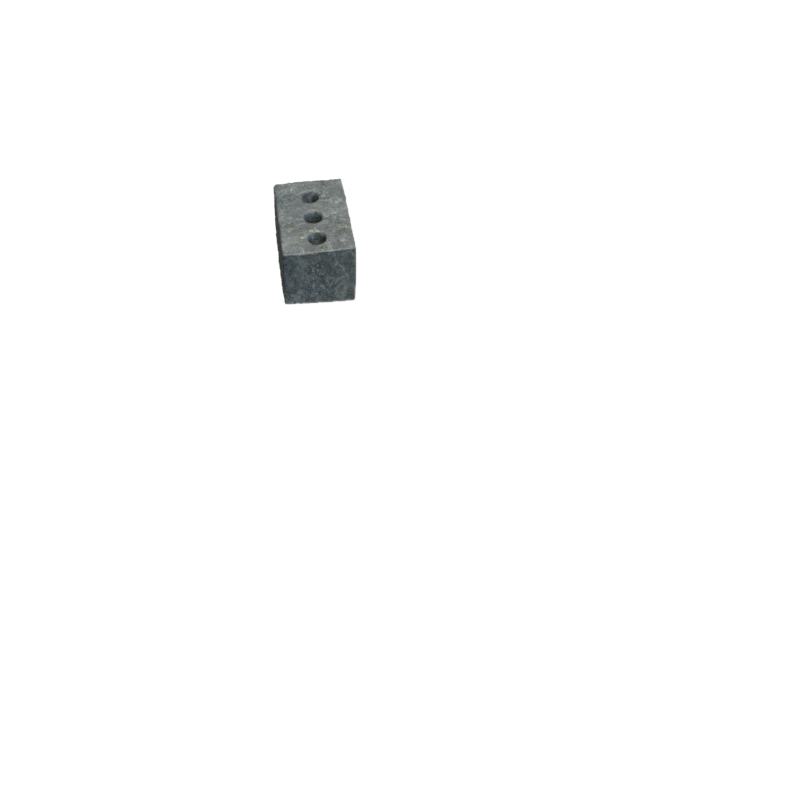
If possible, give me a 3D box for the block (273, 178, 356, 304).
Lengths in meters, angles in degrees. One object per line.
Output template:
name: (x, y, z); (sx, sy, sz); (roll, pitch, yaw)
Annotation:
block: (-0.063, -0.115, 0.808); (0.052, 0.084, 0.048); (-6, -42, -7)
